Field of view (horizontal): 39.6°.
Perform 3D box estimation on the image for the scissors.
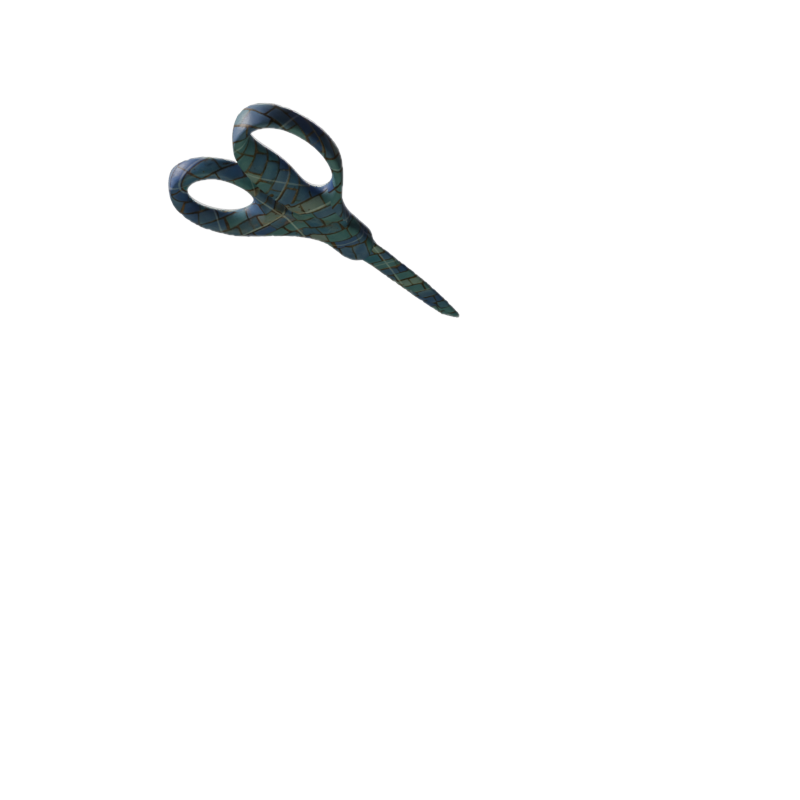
[{"bbox_3d":[-0.045,-0.083,0.579,0.097,0.017,0.186,-12,-33,19],"label":"scissors"}]
